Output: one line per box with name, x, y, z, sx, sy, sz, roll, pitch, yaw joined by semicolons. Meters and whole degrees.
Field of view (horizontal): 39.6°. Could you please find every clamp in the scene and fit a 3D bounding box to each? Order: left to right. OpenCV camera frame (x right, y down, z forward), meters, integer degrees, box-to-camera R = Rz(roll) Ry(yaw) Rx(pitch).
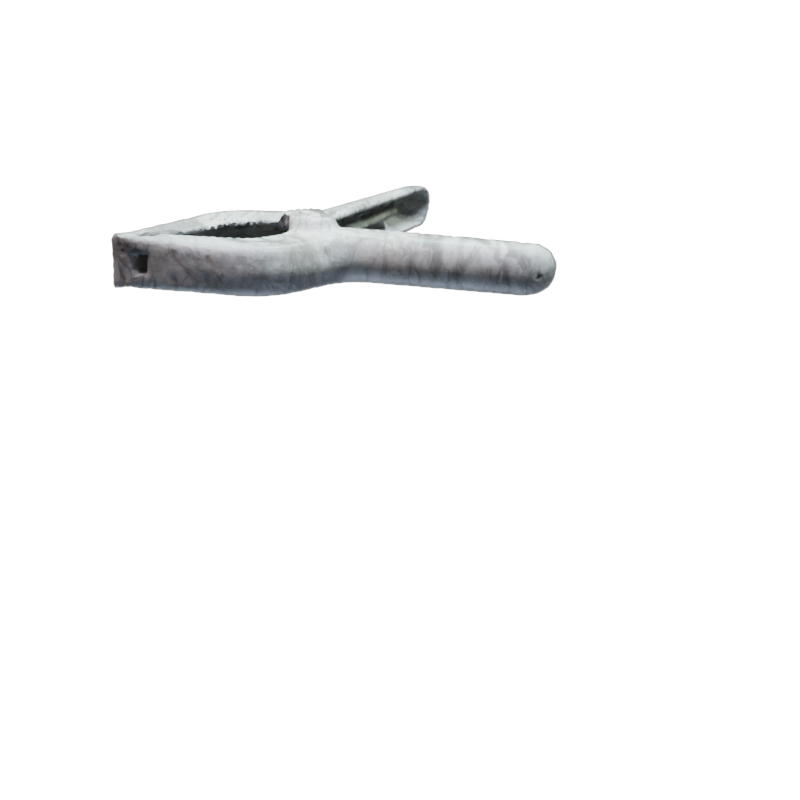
clamp;-0.046;-0.084;0.587;0.207;0.035;0.174;-5;21;-12
